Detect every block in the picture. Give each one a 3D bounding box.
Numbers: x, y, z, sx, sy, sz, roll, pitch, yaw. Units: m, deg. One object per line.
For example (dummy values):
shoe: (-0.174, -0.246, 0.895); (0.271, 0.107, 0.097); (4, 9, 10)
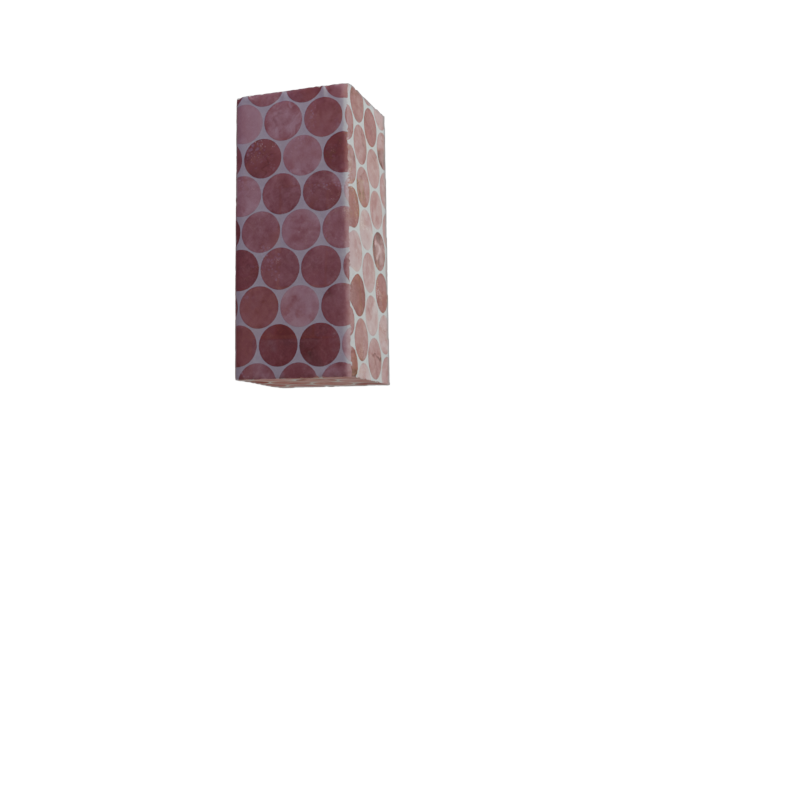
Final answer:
block: (-0.064, -0.116, 0.813); (0.093, 0.212, 0.086); (-4, -11, 19)
